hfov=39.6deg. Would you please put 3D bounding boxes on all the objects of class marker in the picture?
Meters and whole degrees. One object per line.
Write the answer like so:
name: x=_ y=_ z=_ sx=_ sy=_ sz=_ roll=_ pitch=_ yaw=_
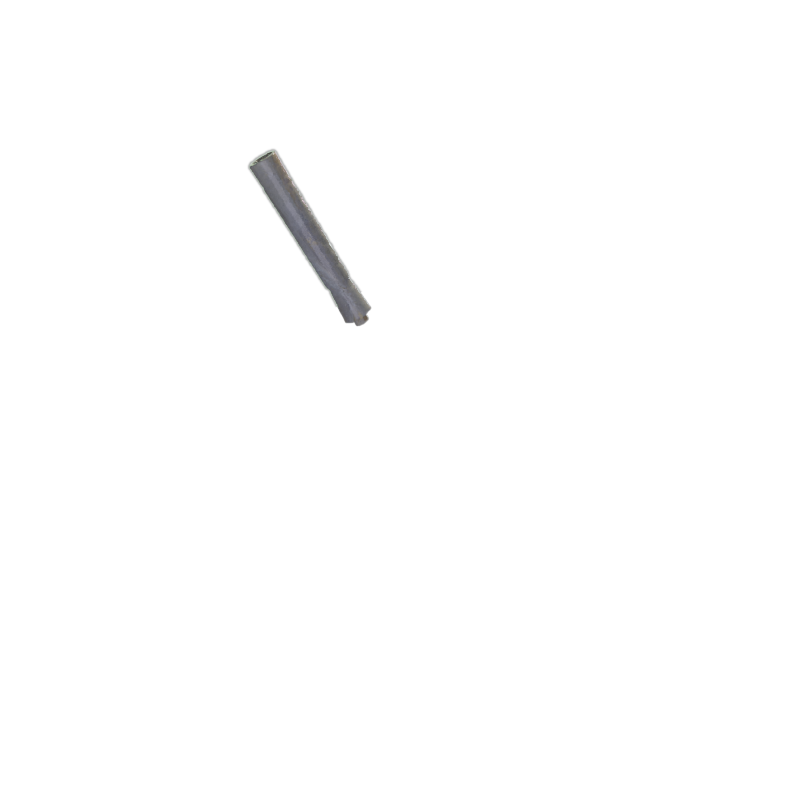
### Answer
marker: x=-0.053 y=-0.097 z=0.677 sx=0.020 sy=0.117 sz=0.020 roll=-30 pitch=14 yaw=8
